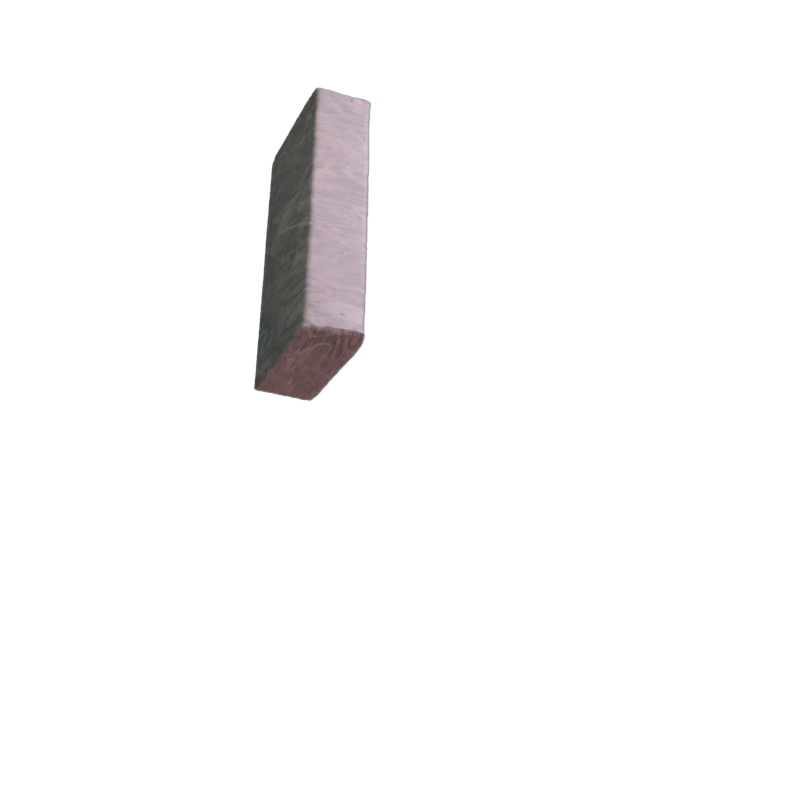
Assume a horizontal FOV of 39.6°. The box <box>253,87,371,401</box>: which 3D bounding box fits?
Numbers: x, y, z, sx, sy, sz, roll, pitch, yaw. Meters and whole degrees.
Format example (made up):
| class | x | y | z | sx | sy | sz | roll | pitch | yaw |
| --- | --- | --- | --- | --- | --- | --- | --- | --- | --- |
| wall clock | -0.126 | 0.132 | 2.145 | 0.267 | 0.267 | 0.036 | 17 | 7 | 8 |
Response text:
| class | x | y | z | sx | sy | sz | roll | pitch | yaw |
| --- | --- | --- | --- | --- | --- | --- | --- | --- | --- |
| box | -0.055 | -0.100 | 0.700 | 0.046 | 0.188 | 0.091 | 11 | -32 | -22 |
